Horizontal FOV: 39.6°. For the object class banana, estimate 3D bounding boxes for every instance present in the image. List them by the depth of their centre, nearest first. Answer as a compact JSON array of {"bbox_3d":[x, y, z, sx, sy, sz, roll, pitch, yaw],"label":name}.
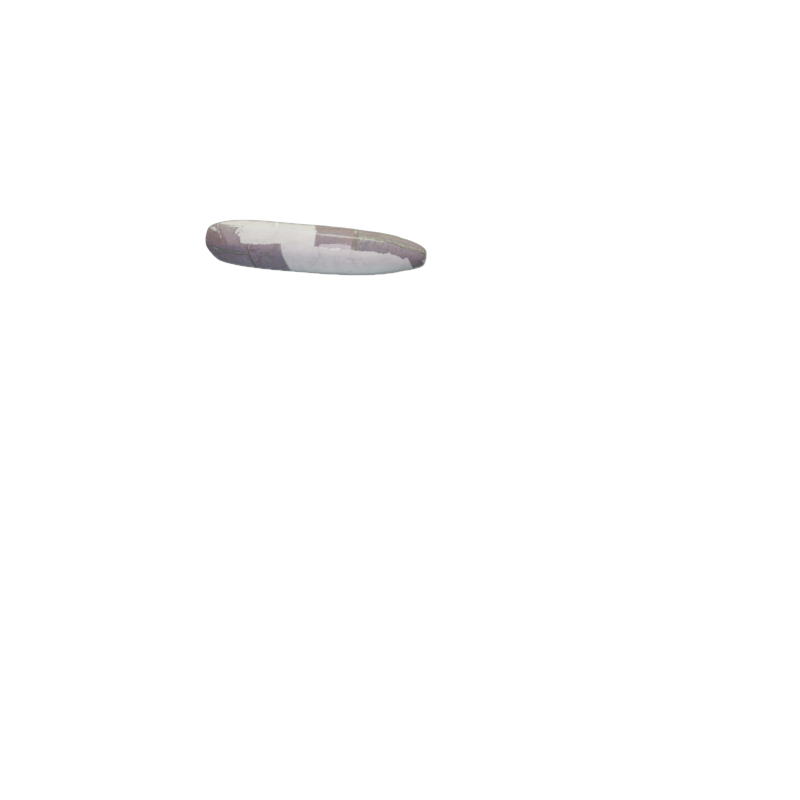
[{"bbox_3d":[-0.080,-0.121,0.859,0.206,0.036,0.069,10,18,29],"label":"banana"}]
